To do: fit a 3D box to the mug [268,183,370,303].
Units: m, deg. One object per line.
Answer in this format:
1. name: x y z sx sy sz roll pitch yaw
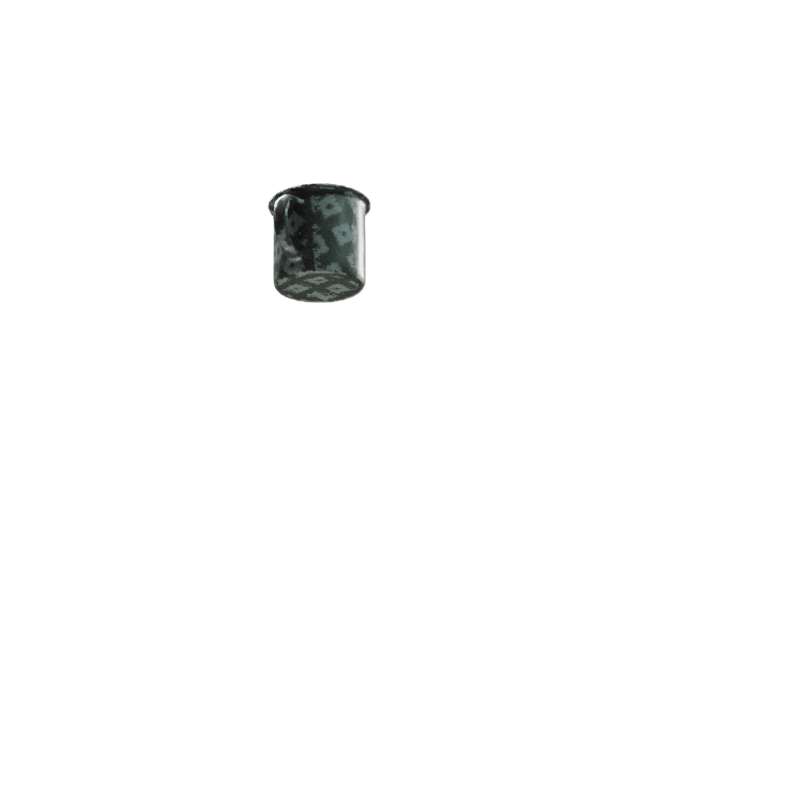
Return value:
1. mug: -0.077 -0.140 0.978 0.095 0.086 0.109 -9 -20 23
